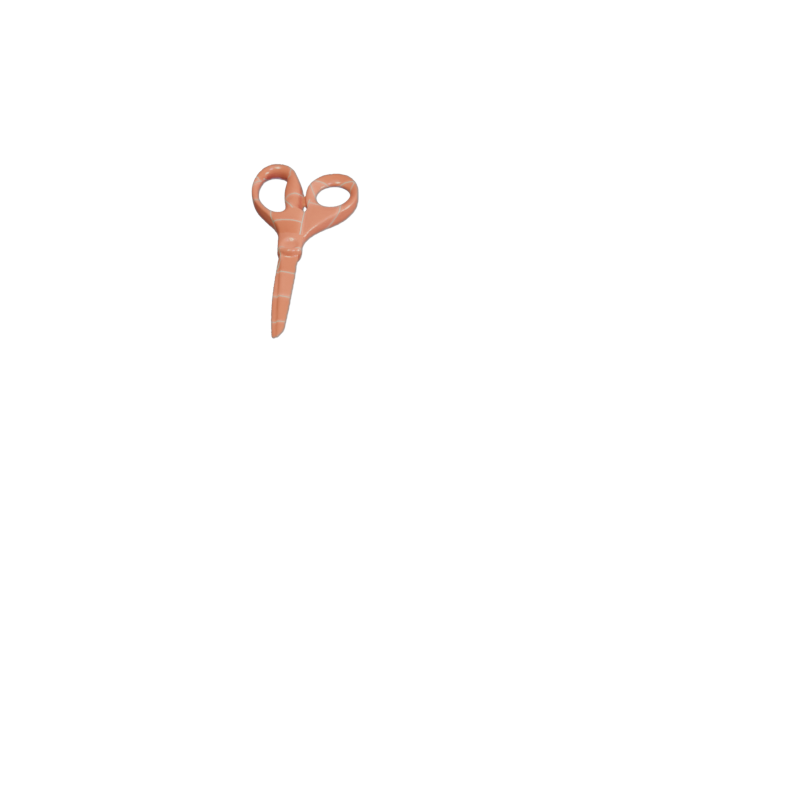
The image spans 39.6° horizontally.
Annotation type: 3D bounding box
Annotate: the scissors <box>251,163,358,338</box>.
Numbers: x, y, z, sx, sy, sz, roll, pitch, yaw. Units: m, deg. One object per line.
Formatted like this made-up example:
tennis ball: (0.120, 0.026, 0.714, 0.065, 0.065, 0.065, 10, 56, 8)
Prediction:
scissors: (-0.067, -0.122, 0.857, 0.095, 0.015, 0.218, -9, 44, -9)
